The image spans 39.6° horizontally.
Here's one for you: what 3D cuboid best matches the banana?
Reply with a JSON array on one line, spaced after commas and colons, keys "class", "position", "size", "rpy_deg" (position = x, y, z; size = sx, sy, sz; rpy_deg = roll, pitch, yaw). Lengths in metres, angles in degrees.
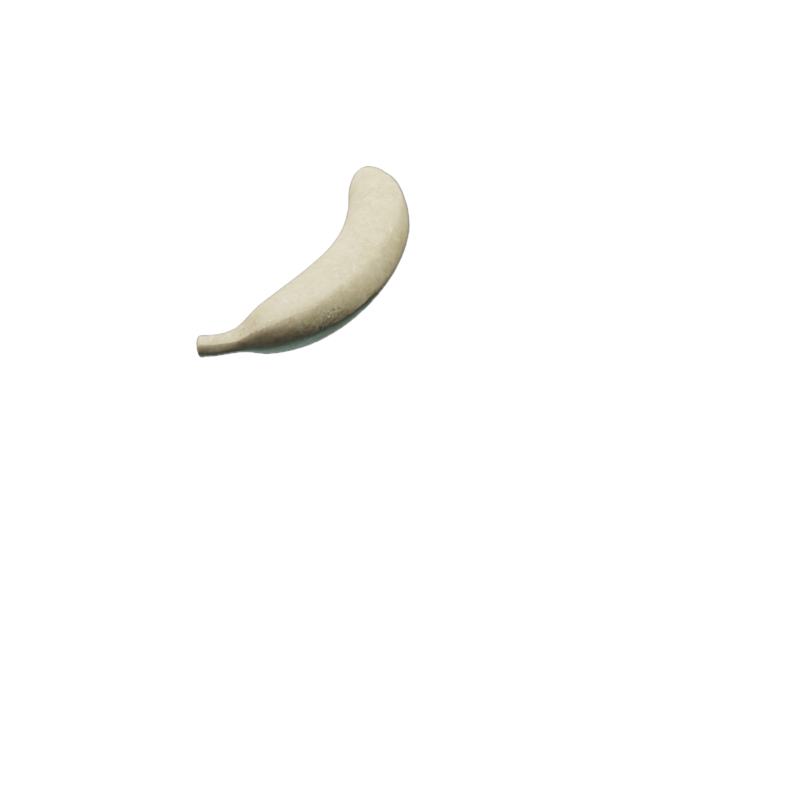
[{"class": "banana", "position": [-0.034, -0.081, 0.615], "size": [0.072, 0.034, 0.203], "rpy_deg": [16, 41, 19]}]
